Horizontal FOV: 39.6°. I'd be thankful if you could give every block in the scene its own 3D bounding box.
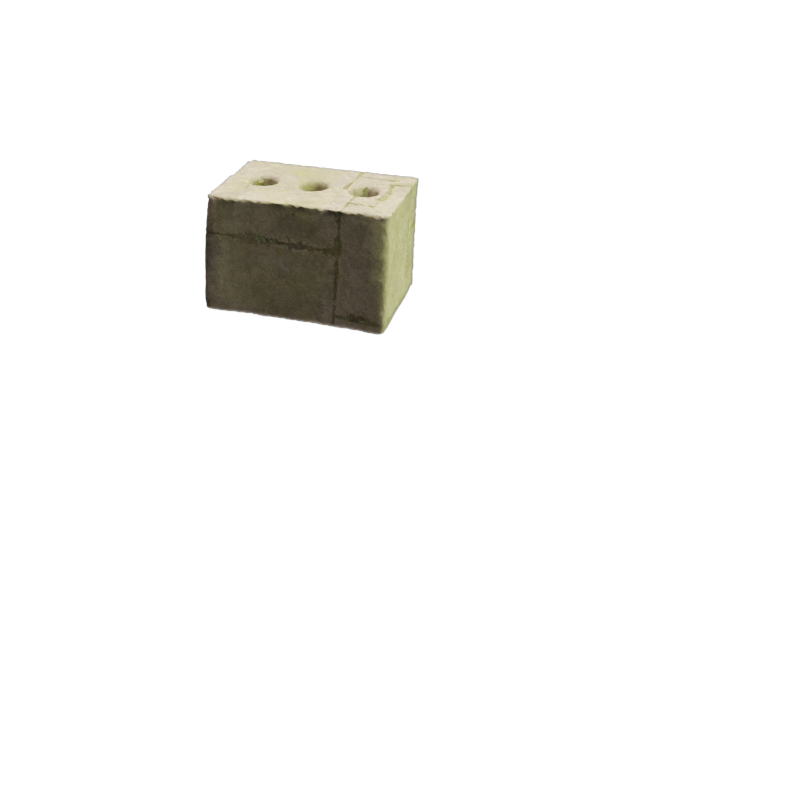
[{"bbox_3d":[-0.036,-0.066,0.462,0.080,0.049,0.054,8,28,15],"label":"block"}]
